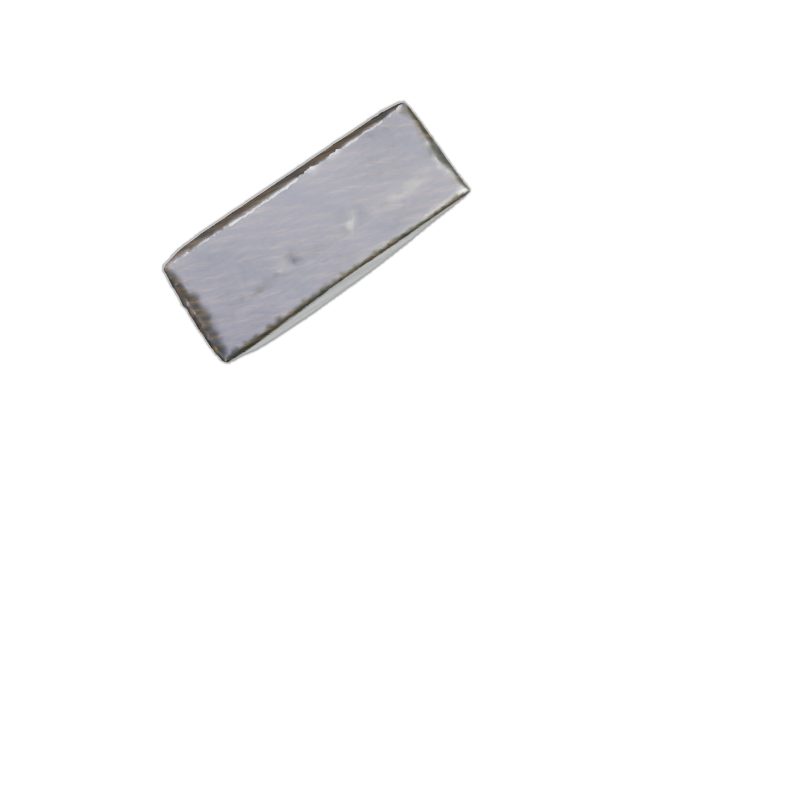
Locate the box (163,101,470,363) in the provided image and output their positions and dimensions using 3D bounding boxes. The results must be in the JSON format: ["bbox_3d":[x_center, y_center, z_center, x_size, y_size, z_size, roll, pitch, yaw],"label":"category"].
[{"bbox_3d":[-0.055,-0.099,0.697,0.164,0.072,0.214,-36,5,-2],"label":"box"}]
